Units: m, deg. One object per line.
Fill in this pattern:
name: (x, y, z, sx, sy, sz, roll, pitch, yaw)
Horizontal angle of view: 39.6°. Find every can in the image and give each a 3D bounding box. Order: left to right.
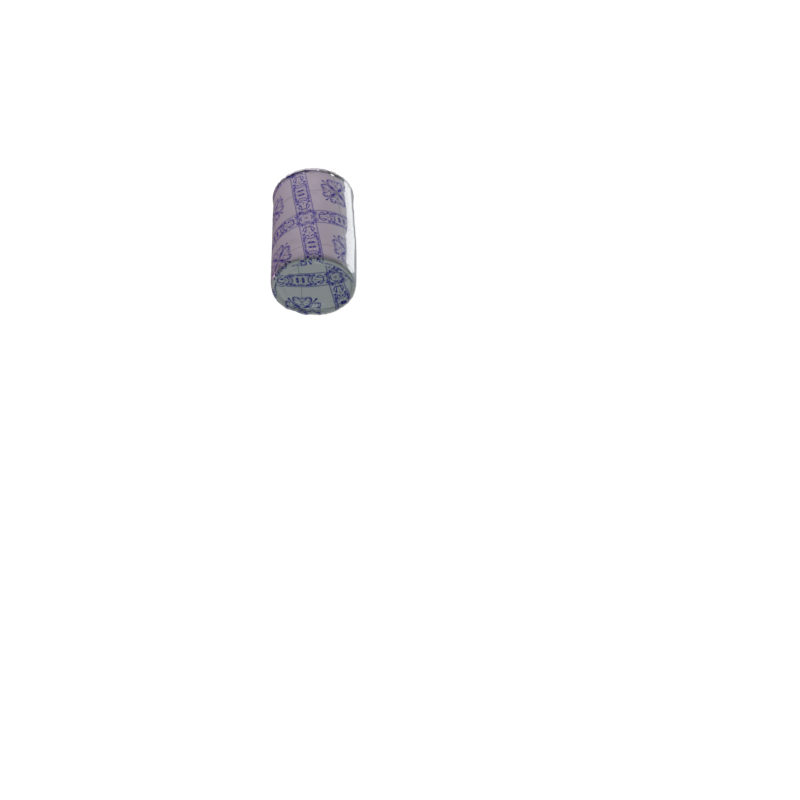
can: (-0.069, -0.127, 0.888, 0.068, 0.110, 0.064, -1, -41, -3)
